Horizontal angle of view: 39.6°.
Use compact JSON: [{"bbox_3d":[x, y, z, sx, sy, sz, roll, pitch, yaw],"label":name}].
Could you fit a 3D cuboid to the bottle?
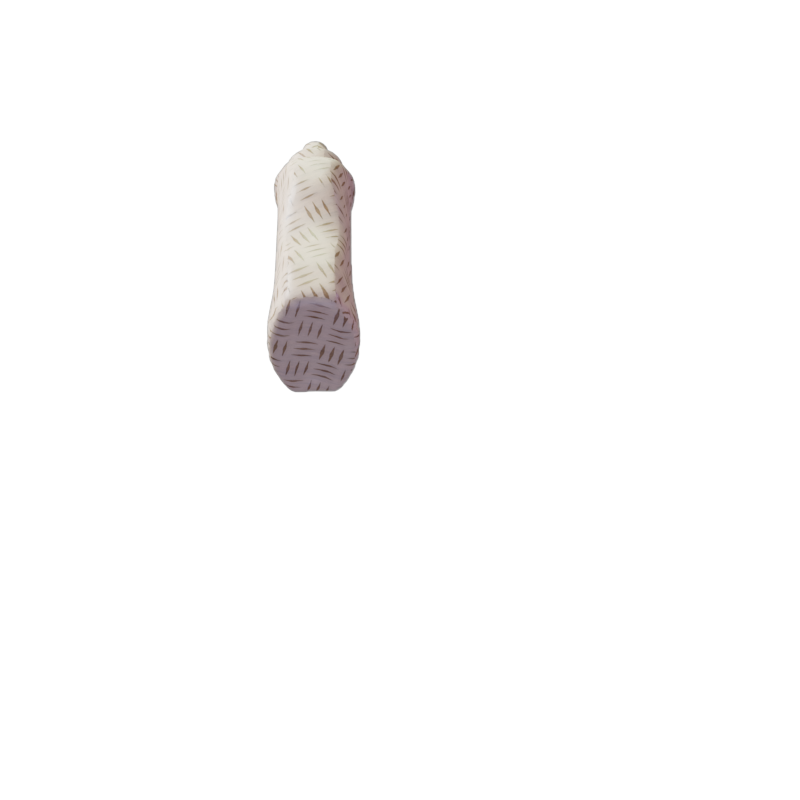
[{"bbox_3d":[-0.058,-0.107,0.747,0.058,0.206,0.089,-3,-41,-1],"label":"bottle"}]
